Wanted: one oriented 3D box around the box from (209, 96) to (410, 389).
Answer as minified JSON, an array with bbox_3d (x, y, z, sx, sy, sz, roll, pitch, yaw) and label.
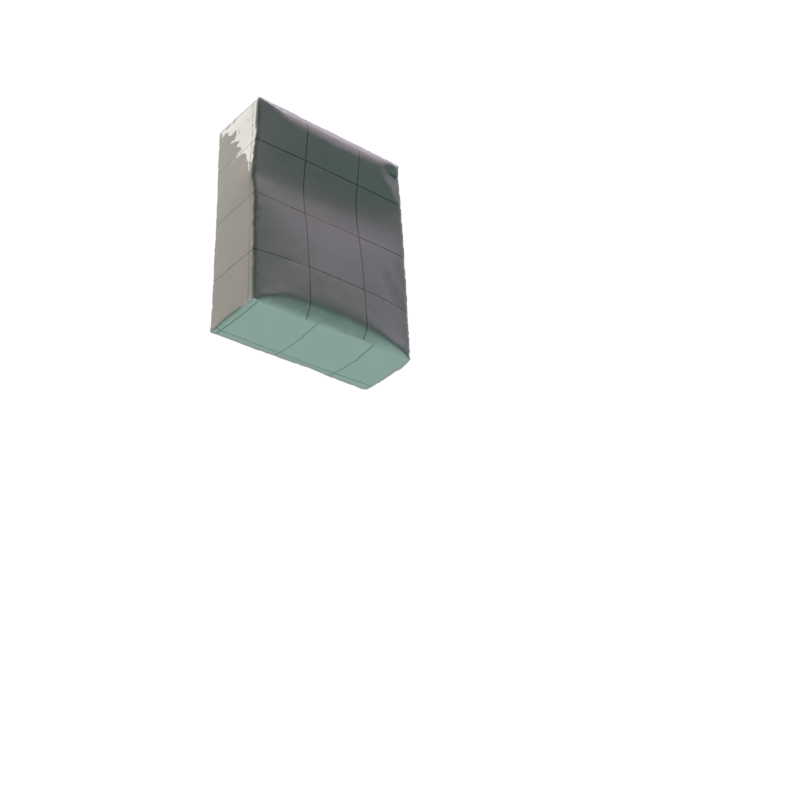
[{"bbox_3d":[-0.075,-0.136,0.953,0.155,0.228,0.071,21,-40,-32],"label":"box"}]
